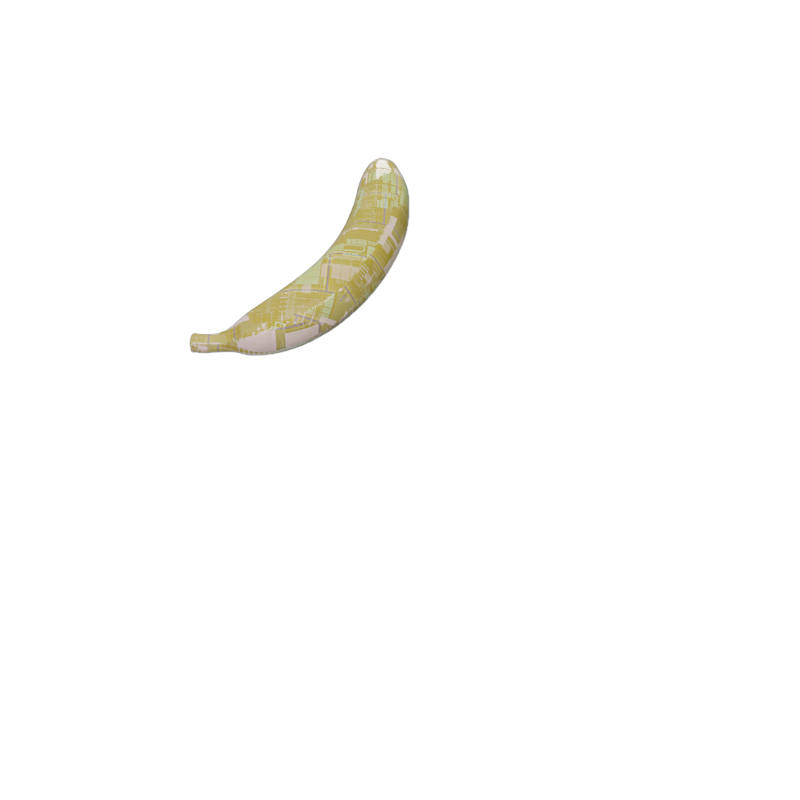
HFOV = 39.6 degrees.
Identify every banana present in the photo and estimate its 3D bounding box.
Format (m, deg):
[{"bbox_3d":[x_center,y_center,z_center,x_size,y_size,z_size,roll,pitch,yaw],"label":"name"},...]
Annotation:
[{"bbox_3d":[-0.040,-0.085,0.665,0.073,0.034,0.202,26,52,21],"label":"banana"}]
